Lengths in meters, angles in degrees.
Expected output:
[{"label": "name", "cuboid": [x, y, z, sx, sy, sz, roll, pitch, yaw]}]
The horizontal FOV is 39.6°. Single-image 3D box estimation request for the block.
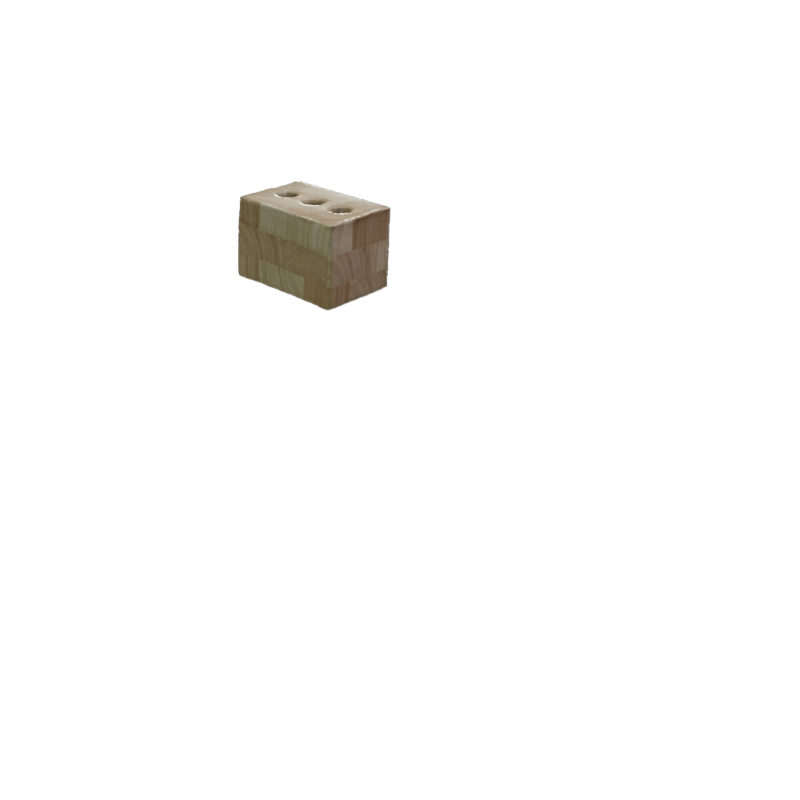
[{"label": "block", "cuboid": [-0.051, -0.093, 0.652, 0.083, 0.049, 0.052, 22, 31, 38]}]
